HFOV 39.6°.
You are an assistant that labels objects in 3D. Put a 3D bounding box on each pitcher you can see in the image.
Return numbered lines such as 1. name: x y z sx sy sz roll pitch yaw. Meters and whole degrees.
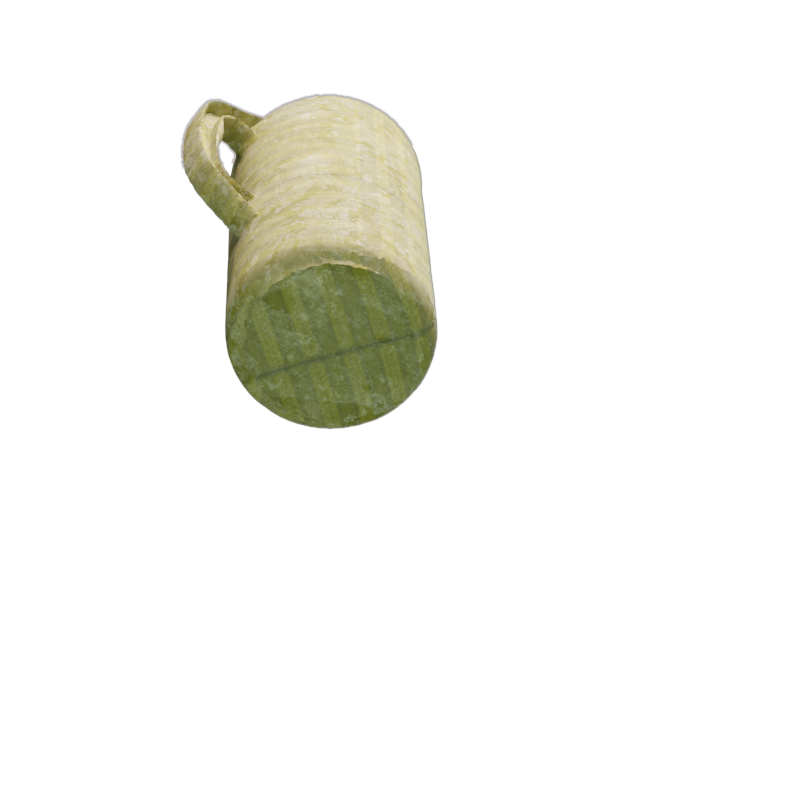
1. pitcher: -0.052 -0.094 0.660 0.149 0.137 0.257 -6 27 0
